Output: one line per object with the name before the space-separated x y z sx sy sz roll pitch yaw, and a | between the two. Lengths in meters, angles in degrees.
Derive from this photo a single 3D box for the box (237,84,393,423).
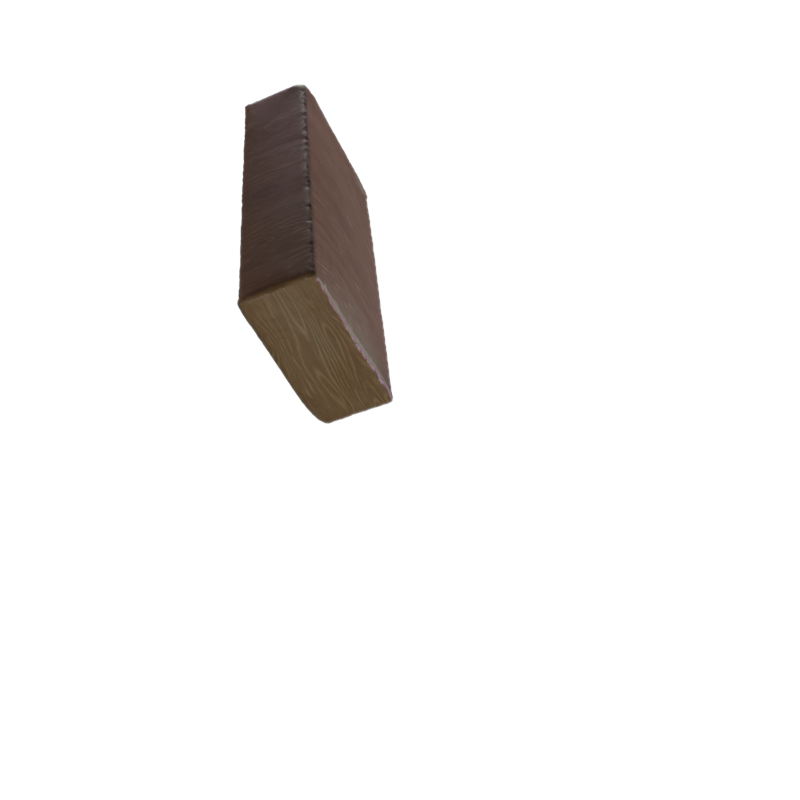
box | -0.045 -0.083 0.583 0.048 0.189 0.086 -20 -49 14
